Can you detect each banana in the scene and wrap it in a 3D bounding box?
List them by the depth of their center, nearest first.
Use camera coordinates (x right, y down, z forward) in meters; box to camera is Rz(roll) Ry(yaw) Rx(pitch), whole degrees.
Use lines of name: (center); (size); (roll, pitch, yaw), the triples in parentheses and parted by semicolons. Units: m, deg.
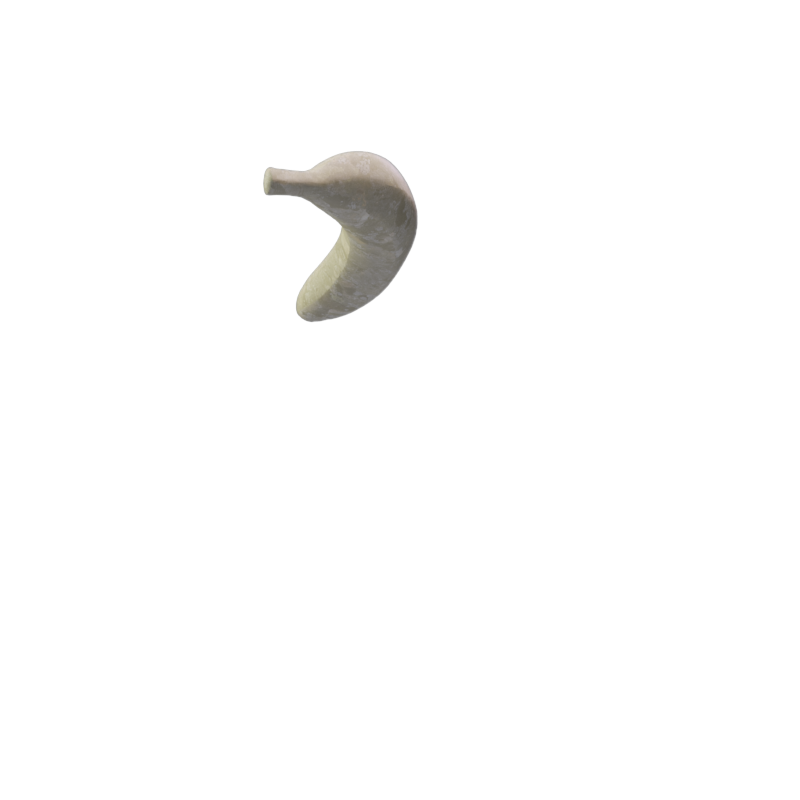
banana: (-0.026, -0.083, 0.568); (0.070, 0.038, 0.189); (0, -16, 0)
